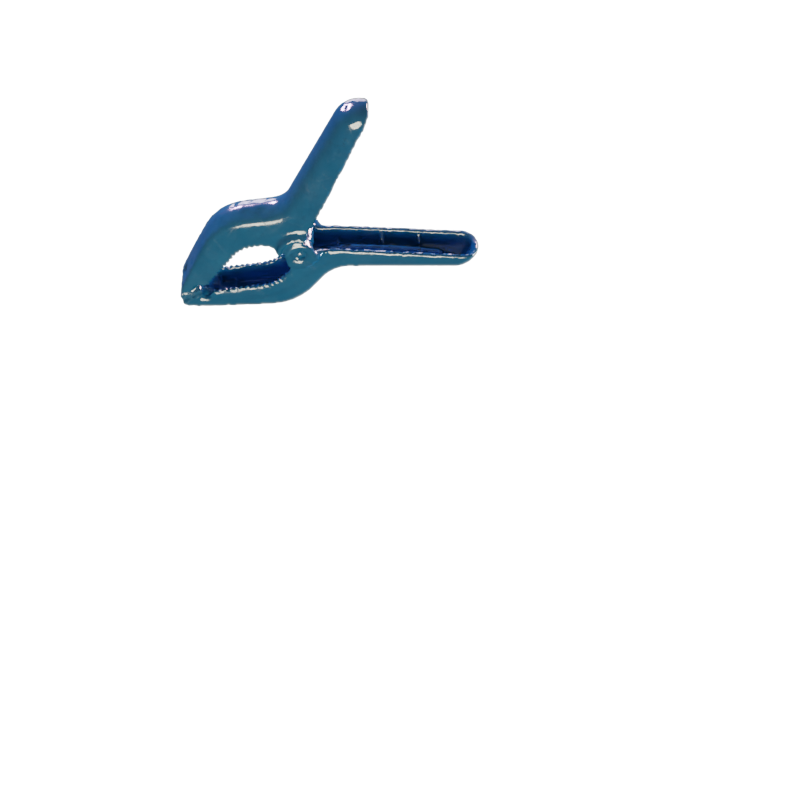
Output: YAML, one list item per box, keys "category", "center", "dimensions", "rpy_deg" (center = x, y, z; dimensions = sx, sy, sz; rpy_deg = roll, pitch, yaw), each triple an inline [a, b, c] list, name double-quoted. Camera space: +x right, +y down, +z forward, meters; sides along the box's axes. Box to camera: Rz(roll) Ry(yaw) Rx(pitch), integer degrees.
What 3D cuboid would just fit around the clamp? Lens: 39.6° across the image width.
- category: "clamp"
  center: [-0.061, -0.111, 0.779]
  dimensions: [0.210, 0.039, 0.153]
  rpy_deg: [-26, -46, 28]
